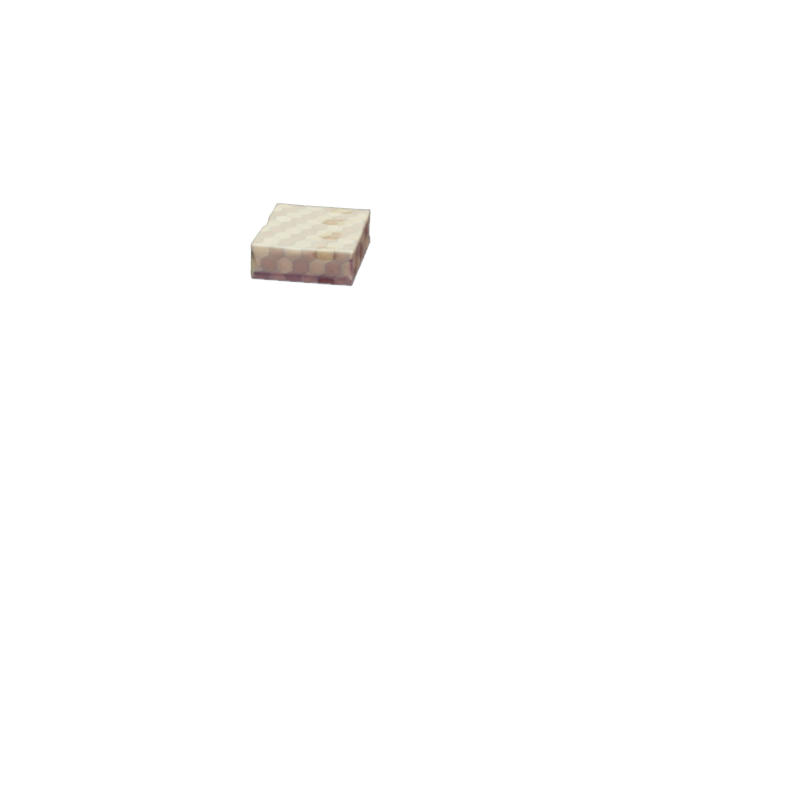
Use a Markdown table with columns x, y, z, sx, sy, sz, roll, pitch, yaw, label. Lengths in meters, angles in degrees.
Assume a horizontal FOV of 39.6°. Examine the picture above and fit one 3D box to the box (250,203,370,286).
| x | y | z | sx | sy | sz | roll | pitch | yaw | label |
| --- | --- | --- | --- | --- | --- | --- | --- | --- | --- |
| -0.063 | -0.115 | 0.804 | 0.074 | 0.029 | 0.093 | 4 | 29 | 8 | box |
